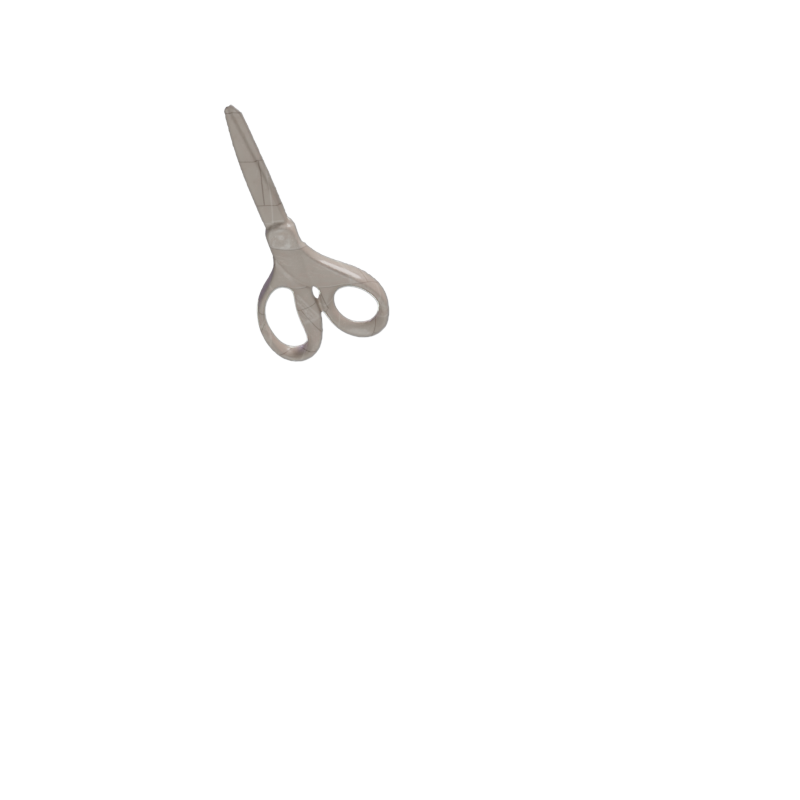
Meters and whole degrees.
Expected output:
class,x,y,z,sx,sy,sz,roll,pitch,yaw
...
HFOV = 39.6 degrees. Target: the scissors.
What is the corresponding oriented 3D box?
class,x,y,z,sx,sy,sz,roll,pitch,yaw
scissors,-0.054,-0.098,0.690,0.096,0.188,0.017,1,44,-1
